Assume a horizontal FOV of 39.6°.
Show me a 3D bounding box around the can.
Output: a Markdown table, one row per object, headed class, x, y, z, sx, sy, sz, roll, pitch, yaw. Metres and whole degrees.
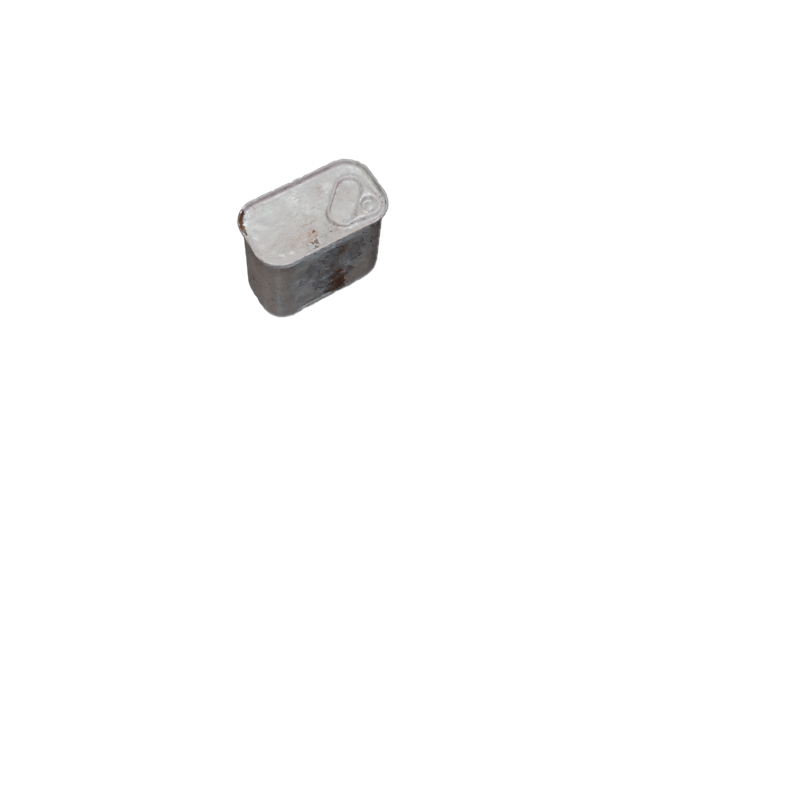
| class | x | y | z | sx | sy | sz | roll | pitch | yaw |
| --- | --- | --- | --- | --- | --- | --- | --- | --- | --- |
| can | -0.062 | -0.113 | 0.788 | 0.102 | 0.061 | 0.079 | -29 | -21 | -15 |
